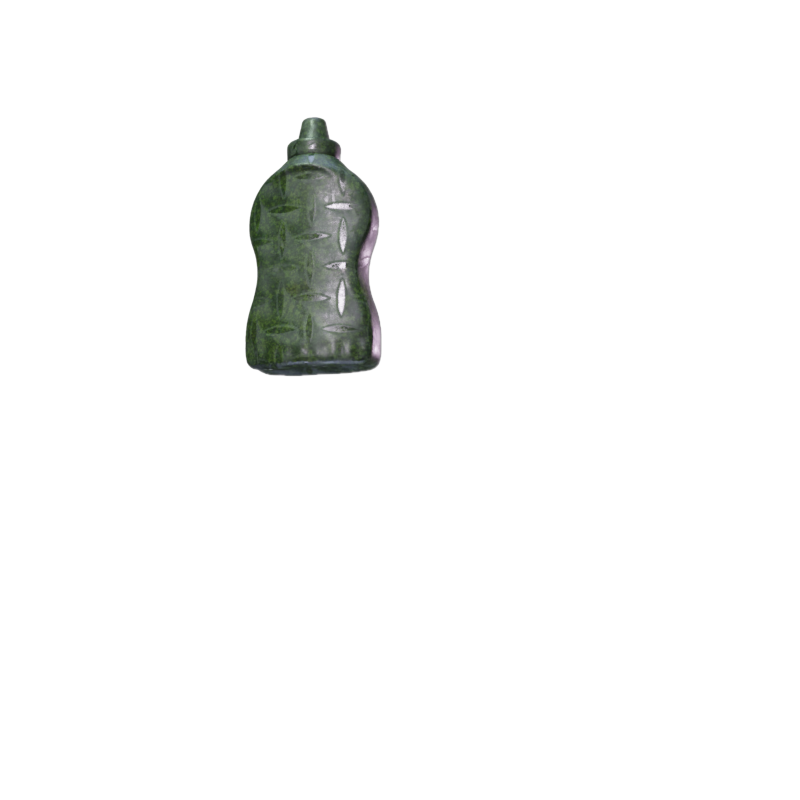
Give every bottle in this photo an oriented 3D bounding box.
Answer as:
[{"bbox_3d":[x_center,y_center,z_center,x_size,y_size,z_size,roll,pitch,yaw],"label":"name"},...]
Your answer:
[{"bbox_3d":[-0.064,-0.117,0.818,0.098,0.199,0.055,-5,-15,17],"label":"bottle"}]
